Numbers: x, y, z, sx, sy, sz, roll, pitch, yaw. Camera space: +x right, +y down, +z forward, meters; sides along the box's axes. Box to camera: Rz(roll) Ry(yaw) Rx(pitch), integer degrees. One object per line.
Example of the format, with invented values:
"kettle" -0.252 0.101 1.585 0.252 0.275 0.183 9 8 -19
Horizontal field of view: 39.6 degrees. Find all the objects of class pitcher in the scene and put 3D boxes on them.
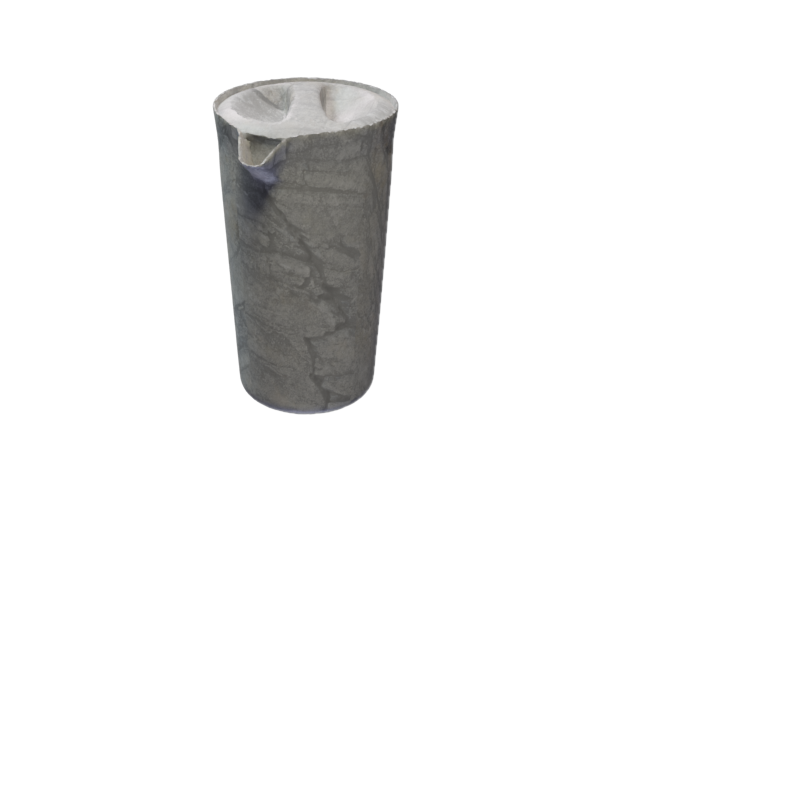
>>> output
"pitcher" -0.067 -0.122 0.851 0.147 0.230 0.156 -10 30 -20
